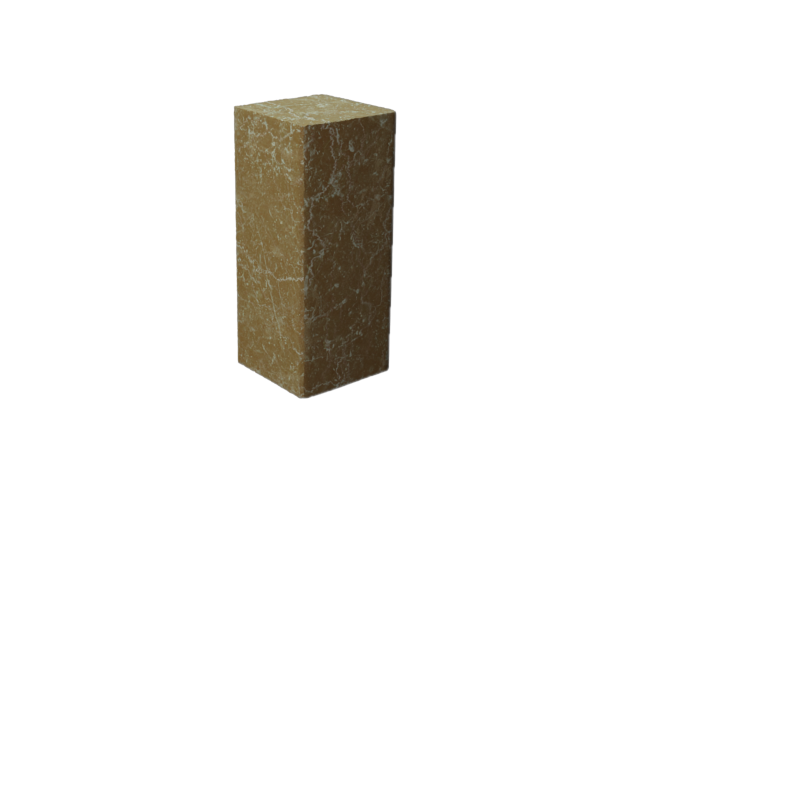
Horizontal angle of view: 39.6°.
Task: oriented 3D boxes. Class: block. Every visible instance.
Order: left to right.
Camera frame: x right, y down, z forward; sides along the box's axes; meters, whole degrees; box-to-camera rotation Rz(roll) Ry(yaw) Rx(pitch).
[{"bbox_3d":[-0.065,-0.121,0.844,0.088,0.198,0.096,-15,25,-38],"label":"block"}]
